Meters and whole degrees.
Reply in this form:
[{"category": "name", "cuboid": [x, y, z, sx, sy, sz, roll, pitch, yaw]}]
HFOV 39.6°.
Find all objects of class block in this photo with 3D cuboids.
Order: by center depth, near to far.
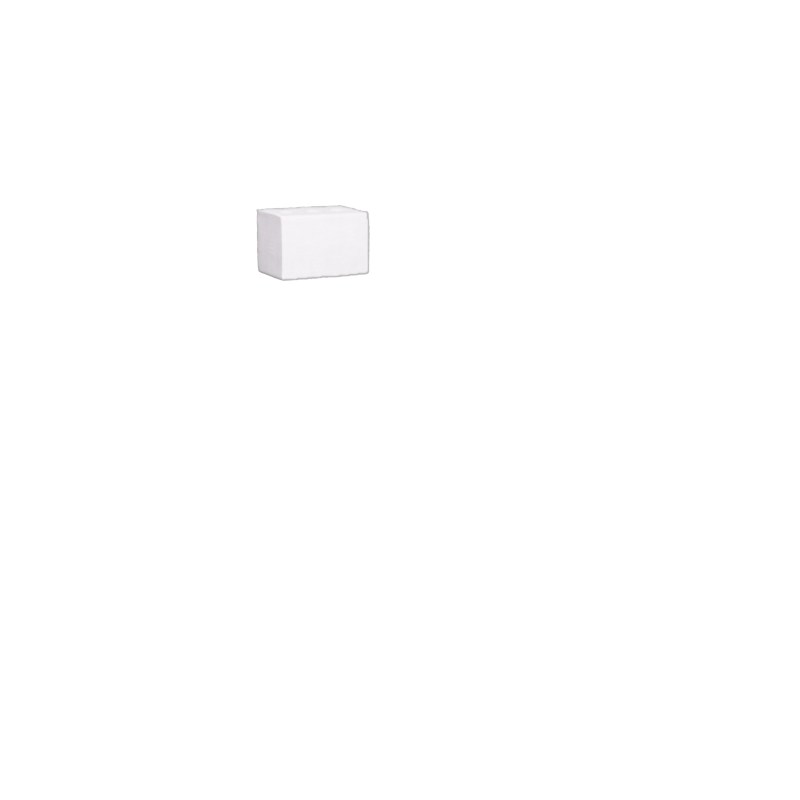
[{"category": "block", "cuboid": [-0.069, -0.126, 0.883, 0.076, 0.050, 0.055, -6, 14, -26]}]
